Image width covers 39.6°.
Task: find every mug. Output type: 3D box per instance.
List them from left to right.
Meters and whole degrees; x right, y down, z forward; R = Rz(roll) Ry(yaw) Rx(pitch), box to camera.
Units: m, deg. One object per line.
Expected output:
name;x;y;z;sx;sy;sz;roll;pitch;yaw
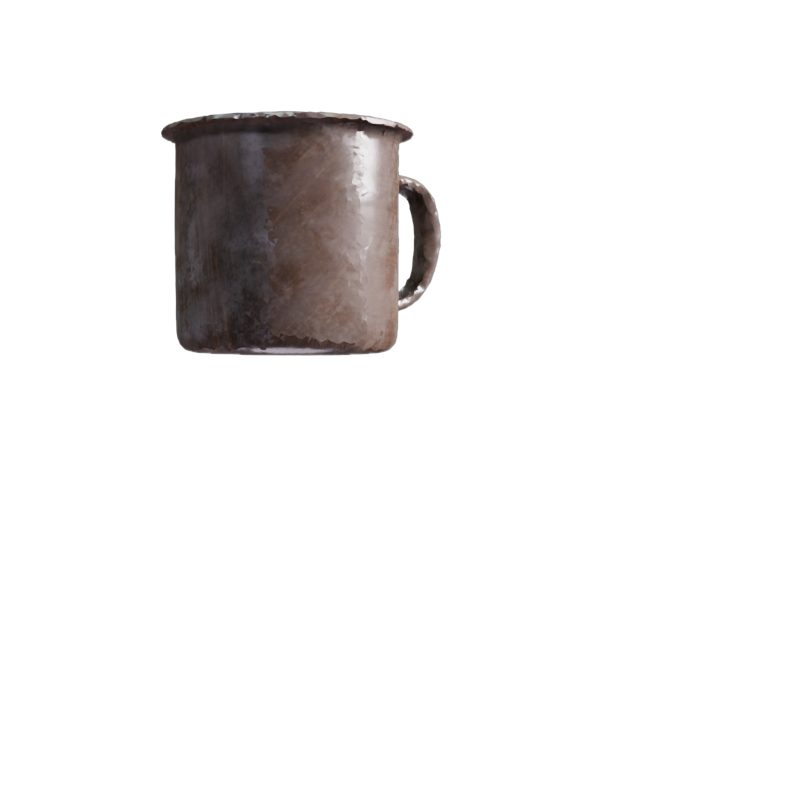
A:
mug;-0.033;-0.059;0.416;0.113;0.082;0.097;-2;3;-39
